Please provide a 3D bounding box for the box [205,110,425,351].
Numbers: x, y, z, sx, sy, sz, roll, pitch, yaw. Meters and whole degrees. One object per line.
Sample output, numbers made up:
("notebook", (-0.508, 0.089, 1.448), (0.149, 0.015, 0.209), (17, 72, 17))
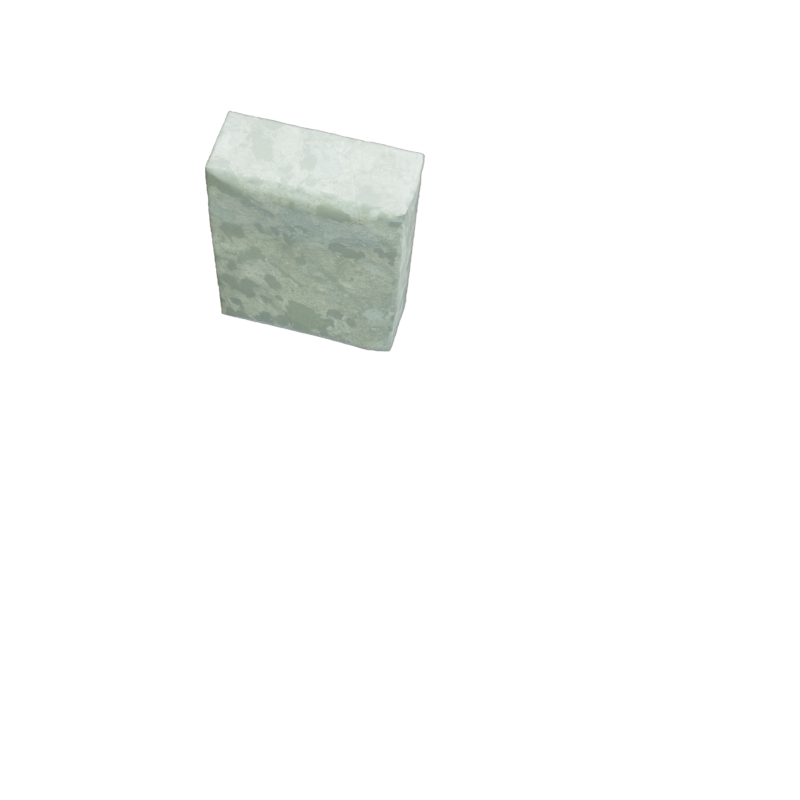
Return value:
("box", (-0.074, -0.134, 0.939), (0.166, 0.075, 0.201), (15, -30, 6))
